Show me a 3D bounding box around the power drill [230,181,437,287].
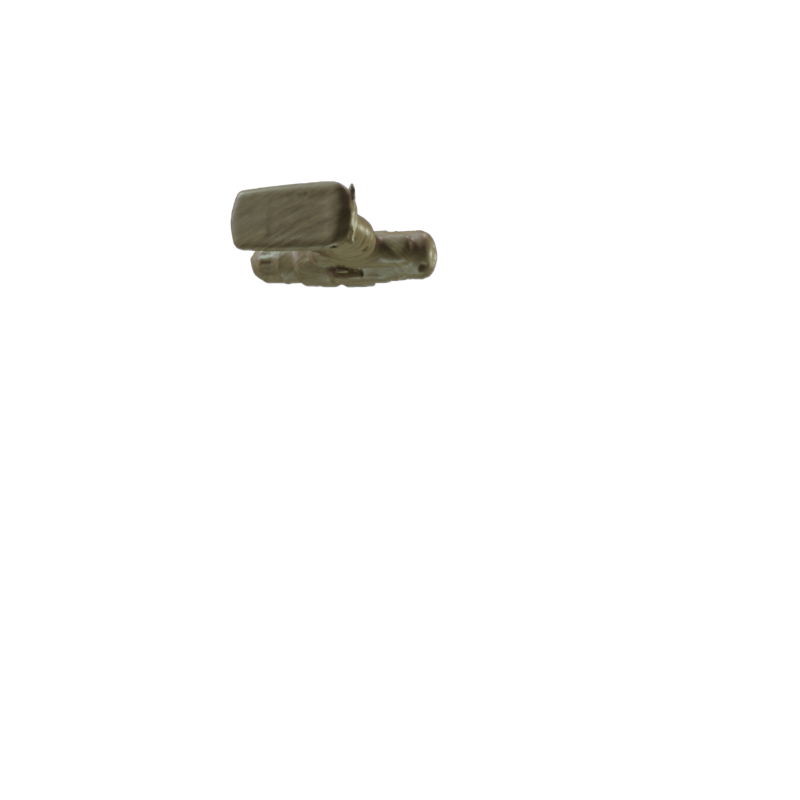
[{"bbox_3d":[-0.077,-0.141,0.987,0.189,0.059,0.179,-2,-6,20],"label":"power drill"}]
